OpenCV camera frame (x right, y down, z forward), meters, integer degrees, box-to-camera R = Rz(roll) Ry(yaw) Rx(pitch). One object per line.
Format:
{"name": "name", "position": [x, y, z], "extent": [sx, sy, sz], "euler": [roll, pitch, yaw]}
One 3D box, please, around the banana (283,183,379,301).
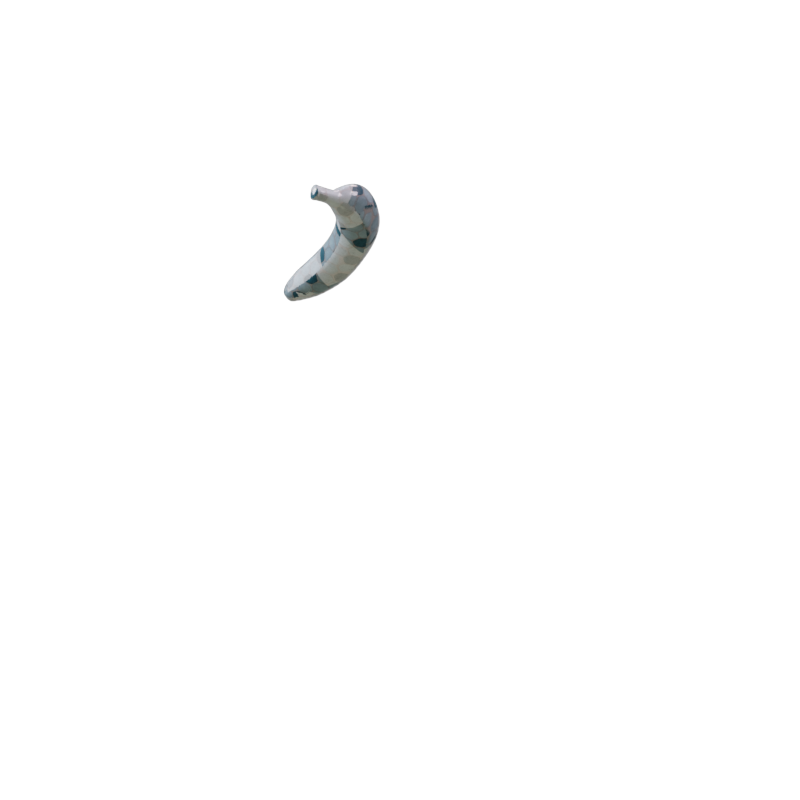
{"name": "banana", "position": [-0.058, -0.140, 0.977], "extent": [0.069, 0.039, 0.189], "euler": [5, -25, -11]}
